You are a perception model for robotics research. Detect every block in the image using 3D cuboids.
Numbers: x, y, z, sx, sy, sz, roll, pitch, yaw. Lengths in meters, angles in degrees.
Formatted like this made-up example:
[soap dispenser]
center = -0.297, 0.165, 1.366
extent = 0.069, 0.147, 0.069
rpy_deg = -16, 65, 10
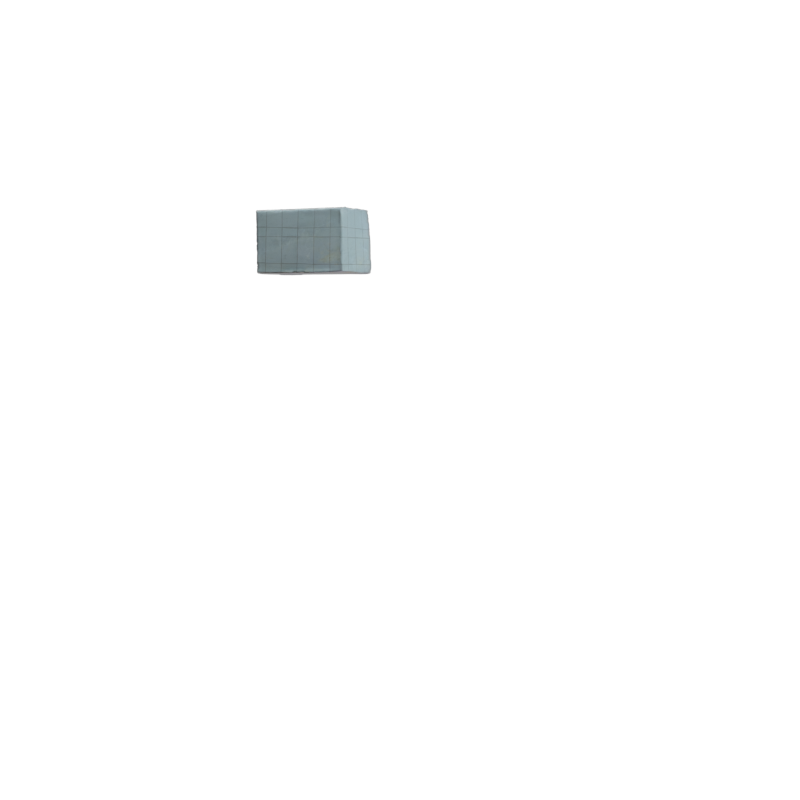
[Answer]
[block]
center = -0.069, -0.125, 0.875
extent = 0.080, 0.051, 0.051
rpy_deg = 1, 2, 24
